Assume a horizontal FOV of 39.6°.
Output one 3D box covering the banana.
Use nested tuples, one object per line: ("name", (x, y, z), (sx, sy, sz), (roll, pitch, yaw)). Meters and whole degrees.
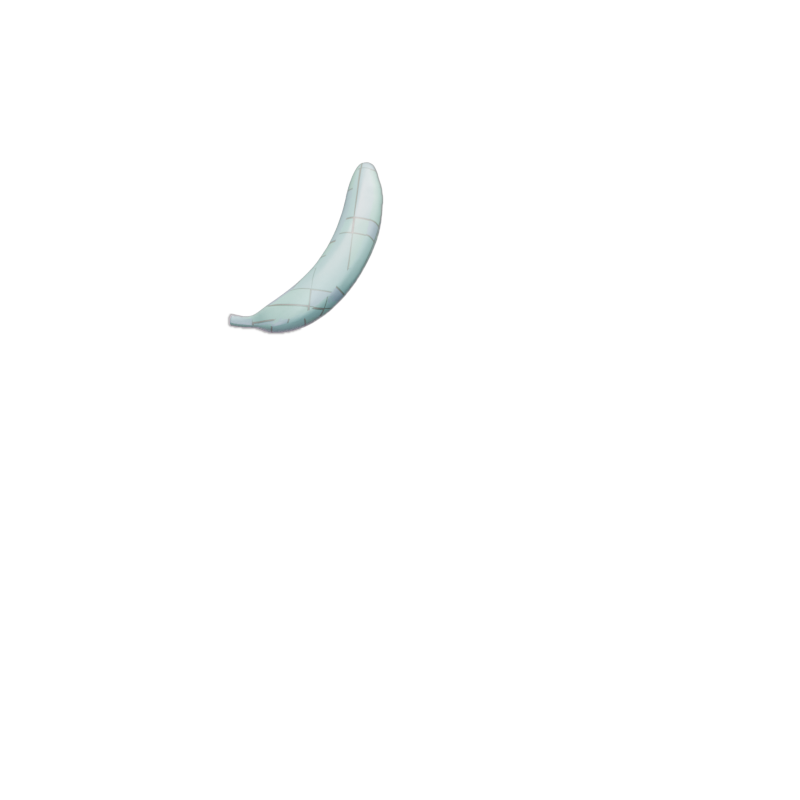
("banana", (-0.064, -0.126, 0.972), (0.072, 0.201, 0.035), (35, -19, 12))
